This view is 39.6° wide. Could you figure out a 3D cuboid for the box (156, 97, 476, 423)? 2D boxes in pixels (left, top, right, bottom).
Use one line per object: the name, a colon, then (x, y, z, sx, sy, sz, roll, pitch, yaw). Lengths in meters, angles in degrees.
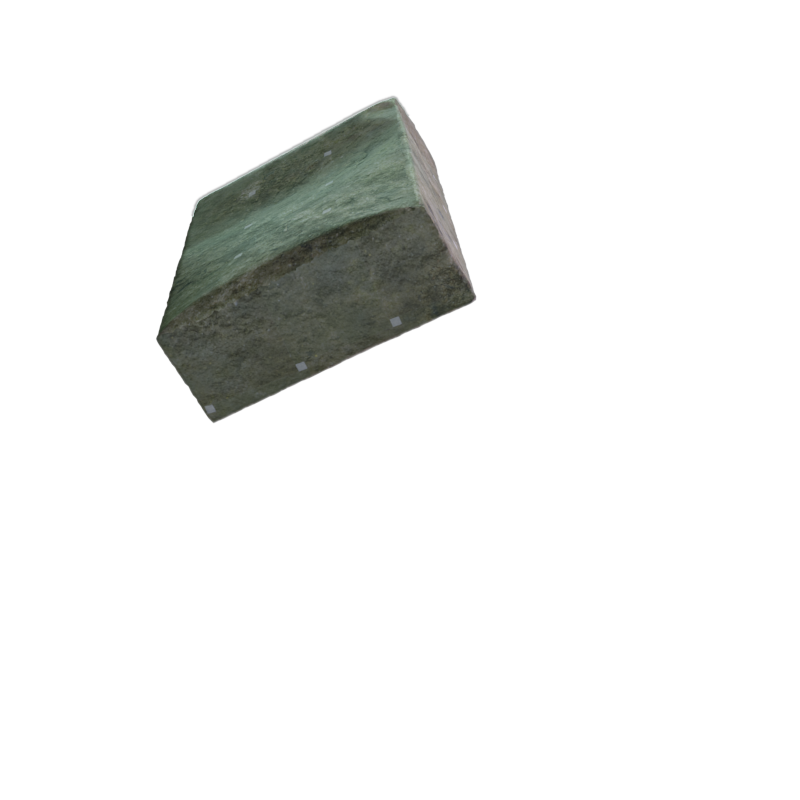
box: (-0.053, -0.097, 0.682, 0.164, 0.068, 0.226, -25, 28, 10)
